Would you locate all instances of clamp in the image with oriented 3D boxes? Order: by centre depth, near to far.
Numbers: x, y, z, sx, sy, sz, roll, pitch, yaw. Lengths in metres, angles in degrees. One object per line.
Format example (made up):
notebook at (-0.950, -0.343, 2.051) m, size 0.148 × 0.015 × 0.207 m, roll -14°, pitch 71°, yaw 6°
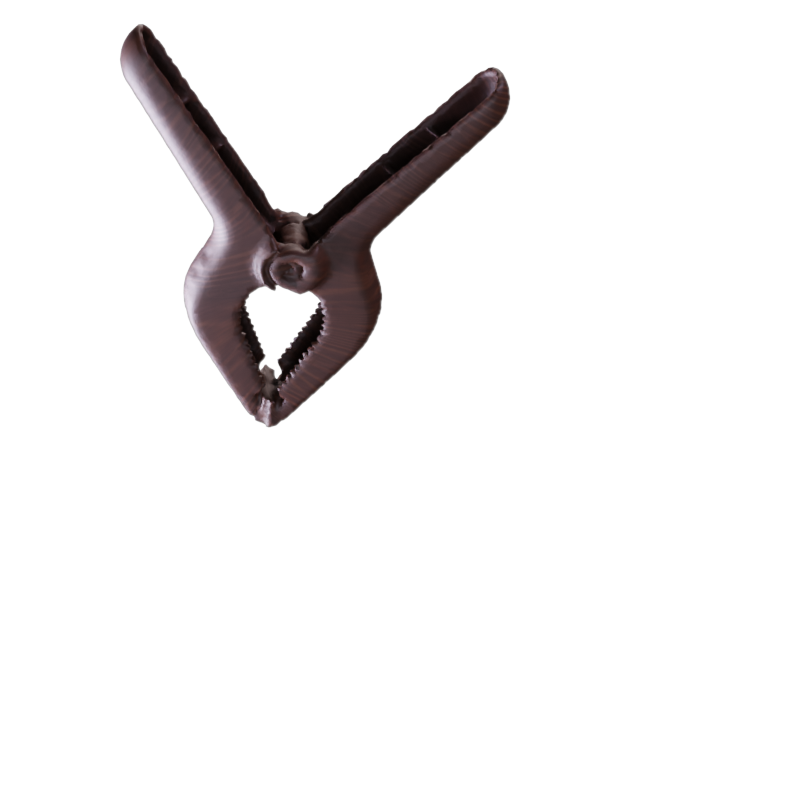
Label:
clamp at (-0.040, -0.074, 0.515) m, size 0.164 × 0.197 × 0.039 m, roll 2°, pitch 37°, yaw -2°
